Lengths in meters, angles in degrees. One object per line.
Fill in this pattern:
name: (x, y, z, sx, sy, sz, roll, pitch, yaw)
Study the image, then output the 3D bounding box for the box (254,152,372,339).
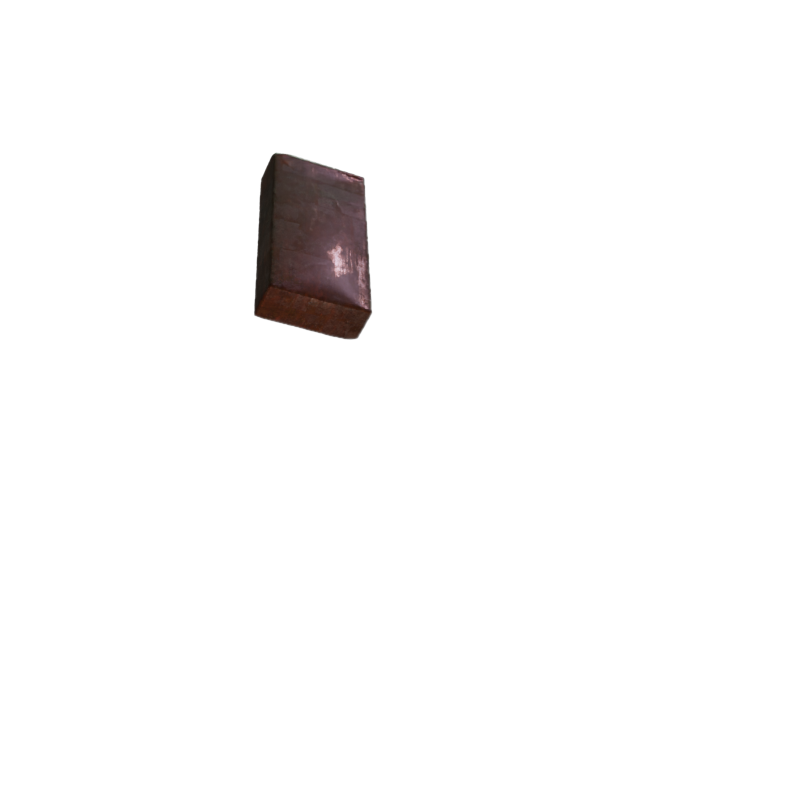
box: (-0.076, -0.138, 0.968, 0.090, 0.189, 0.046, 13, -44, -18)
